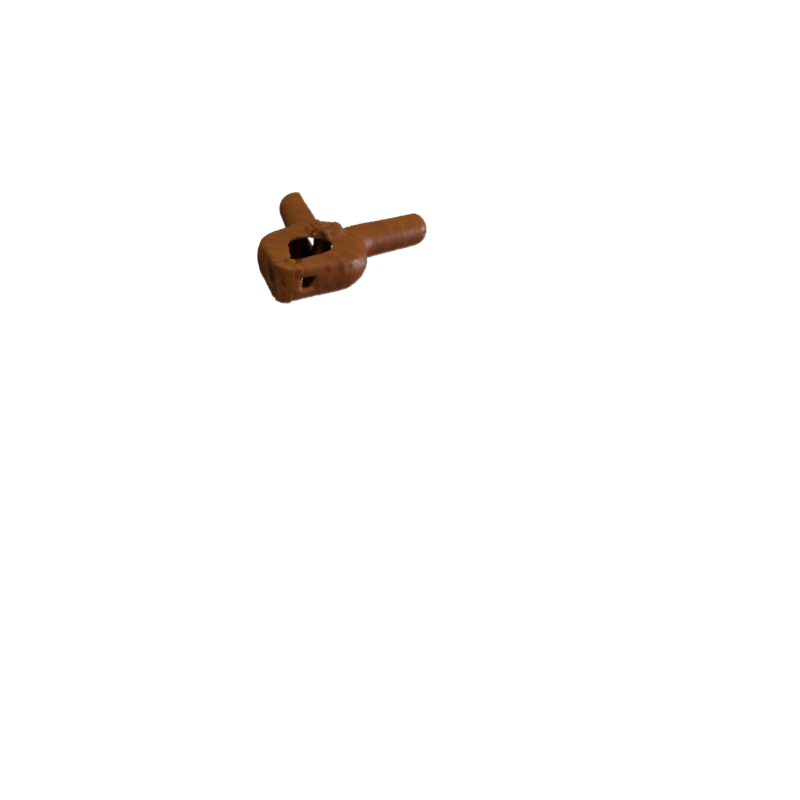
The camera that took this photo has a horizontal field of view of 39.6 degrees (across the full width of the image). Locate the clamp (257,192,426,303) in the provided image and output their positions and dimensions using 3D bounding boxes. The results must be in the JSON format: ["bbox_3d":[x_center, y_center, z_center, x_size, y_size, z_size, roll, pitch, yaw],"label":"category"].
[{"bbox_3d":[-0.065,-0.118,0.829,0.125,0.037,0.172,11,25,23],"label":"clamp"}]
